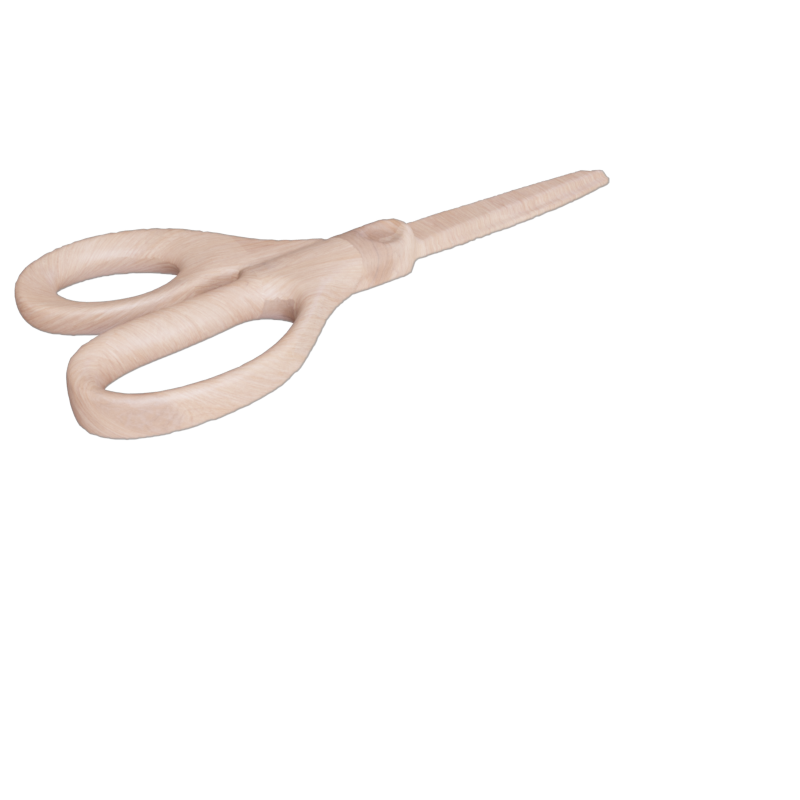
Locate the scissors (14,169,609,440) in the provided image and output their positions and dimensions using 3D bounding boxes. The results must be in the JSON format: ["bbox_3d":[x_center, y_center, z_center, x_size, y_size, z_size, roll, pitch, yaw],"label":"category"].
[{"bbox_3d":[-0.026,-0.047,0.332,0.102,0.015,0.203,21,38,30],"label":"scissors"}]
